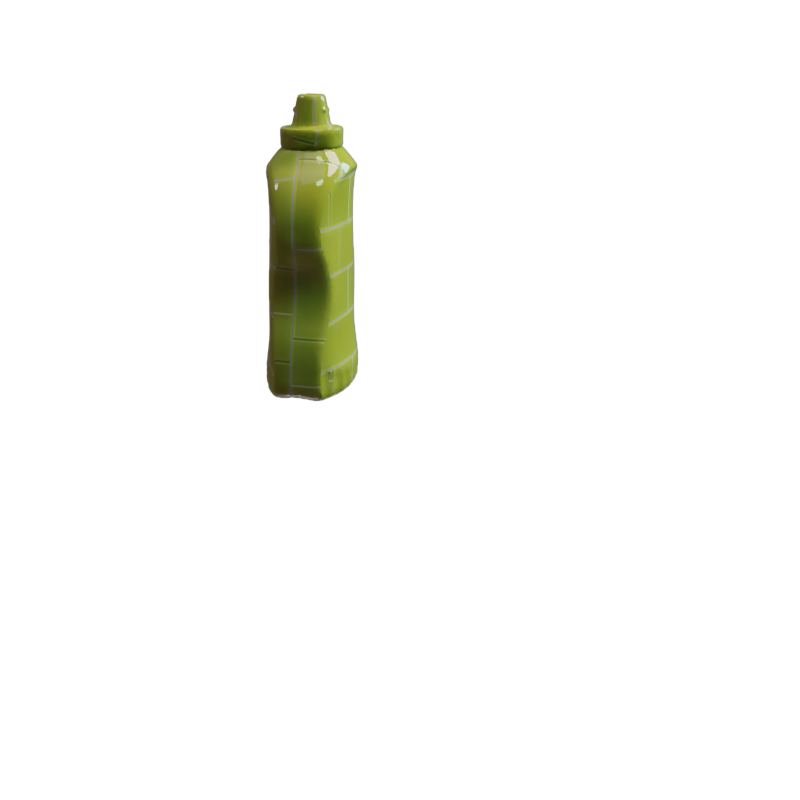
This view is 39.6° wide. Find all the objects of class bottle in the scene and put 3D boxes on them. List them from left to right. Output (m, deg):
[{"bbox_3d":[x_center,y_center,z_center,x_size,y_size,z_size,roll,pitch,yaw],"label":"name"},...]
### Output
[{"bbox_3d":[-0.057,-0.104,0.725,0.059,0.186,0.097,4,14,12],"label":"bottle"}]
